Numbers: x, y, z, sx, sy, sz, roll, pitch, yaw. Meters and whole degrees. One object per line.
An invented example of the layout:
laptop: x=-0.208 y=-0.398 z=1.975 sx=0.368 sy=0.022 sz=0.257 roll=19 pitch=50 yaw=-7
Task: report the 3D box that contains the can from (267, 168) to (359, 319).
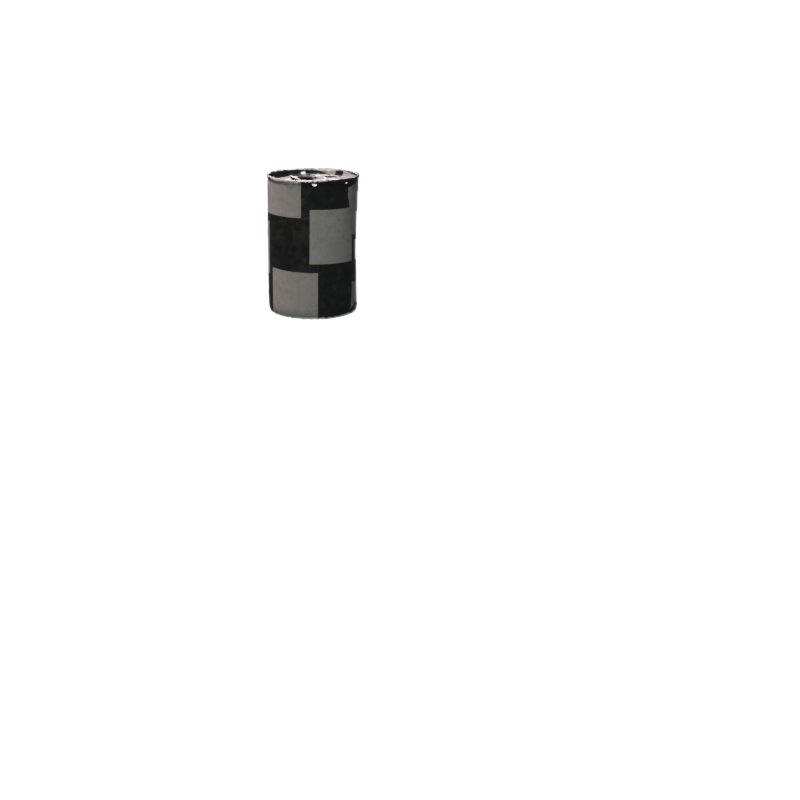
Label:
can: x=-0.064 y=-0.117 z=0.822 sx=0.068 sy=0.099 sz=0.071 roll=0 pitch=14 yaw=-2
